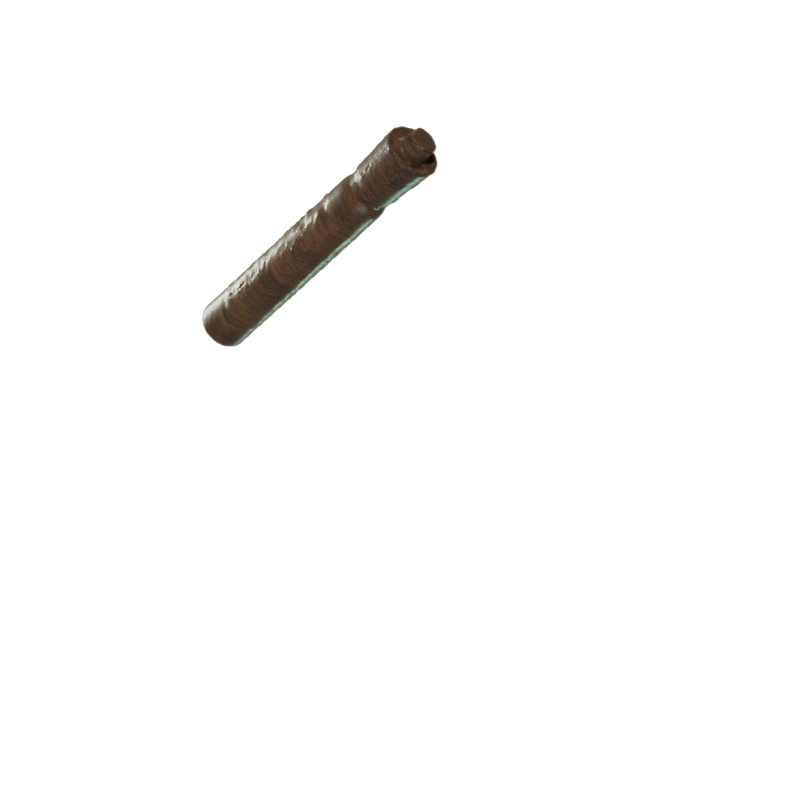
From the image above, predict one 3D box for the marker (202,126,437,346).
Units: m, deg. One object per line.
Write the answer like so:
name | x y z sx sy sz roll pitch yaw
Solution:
marker | -0.029 -0.054 0.375 0.019 0.021 0.119 -3 -24 -44
